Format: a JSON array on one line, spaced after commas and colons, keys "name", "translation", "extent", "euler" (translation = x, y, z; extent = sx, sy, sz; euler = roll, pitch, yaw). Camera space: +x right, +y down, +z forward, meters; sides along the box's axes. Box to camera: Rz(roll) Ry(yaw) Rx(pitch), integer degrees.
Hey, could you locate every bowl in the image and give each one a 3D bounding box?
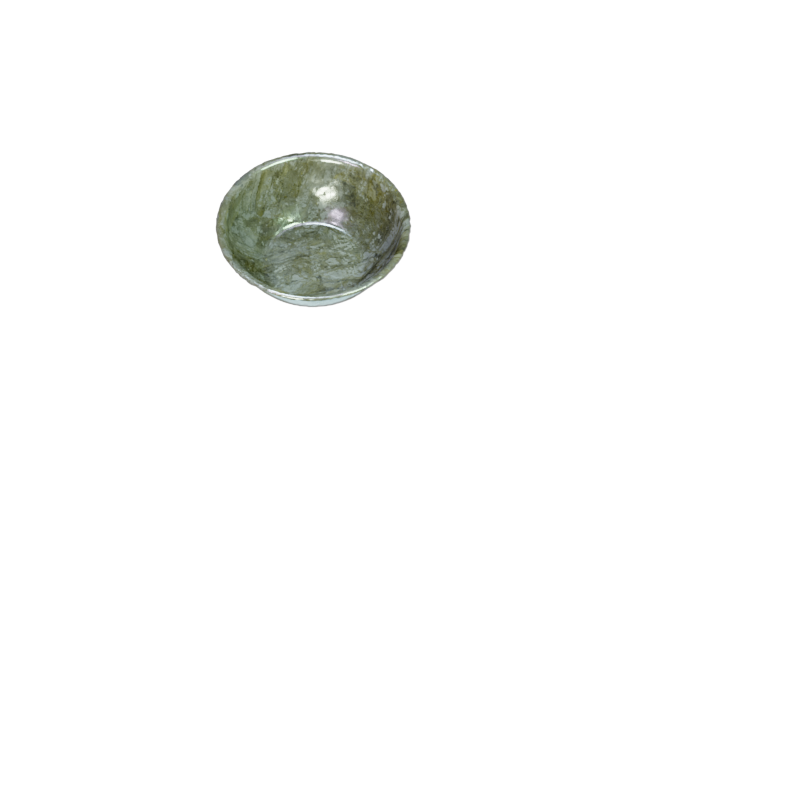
[{"name": "bowl", "translation": [-0.073, -0.134, 0.938], "extent": [0.162, 0.174, 0.051], "euler": [-1, -37, -1]}]
